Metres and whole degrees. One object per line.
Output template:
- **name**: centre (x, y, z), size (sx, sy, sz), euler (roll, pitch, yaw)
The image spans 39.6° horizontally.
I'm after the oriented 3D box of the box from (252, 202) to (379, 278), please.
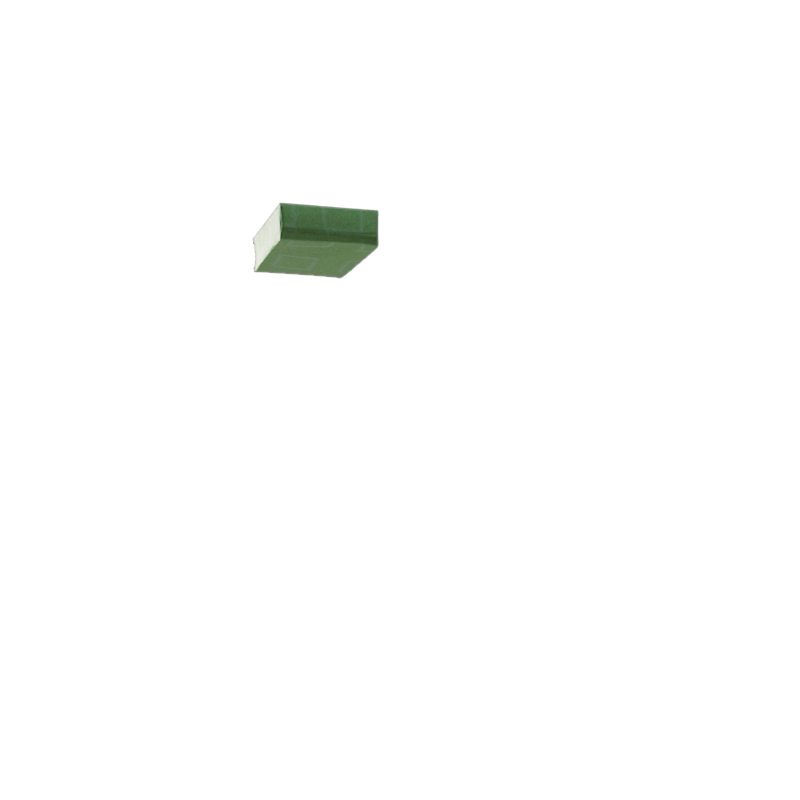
- **box**: centre (-0.078, -0.142, 0.995), size (0.088, 0.040, 0.112), euler (4, -12, -18)
